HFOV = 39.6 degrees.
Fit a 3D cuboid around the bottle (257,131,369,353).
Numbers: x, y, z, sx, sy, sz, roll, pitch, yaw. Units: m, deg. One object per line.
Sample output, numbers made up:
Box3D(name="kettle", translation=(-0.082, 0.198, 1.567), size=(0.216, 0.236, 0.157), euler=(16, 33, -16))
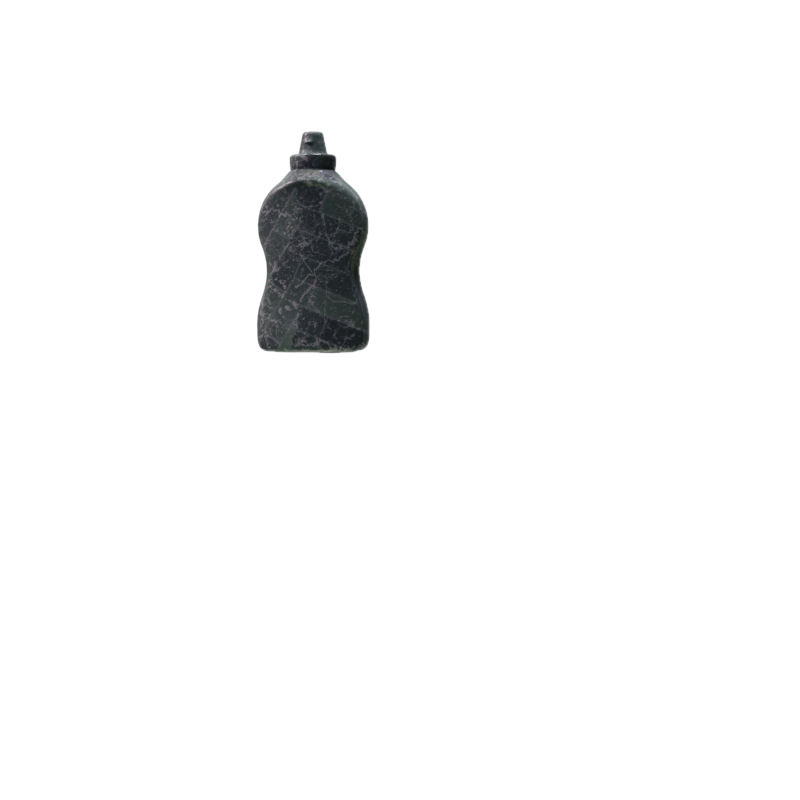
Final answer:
Box3D(name="bottle", translation=(-0.076, -0.138, 0.969), size=(0.098, 0.193, 0.057), euler=(0, -2, 14))
